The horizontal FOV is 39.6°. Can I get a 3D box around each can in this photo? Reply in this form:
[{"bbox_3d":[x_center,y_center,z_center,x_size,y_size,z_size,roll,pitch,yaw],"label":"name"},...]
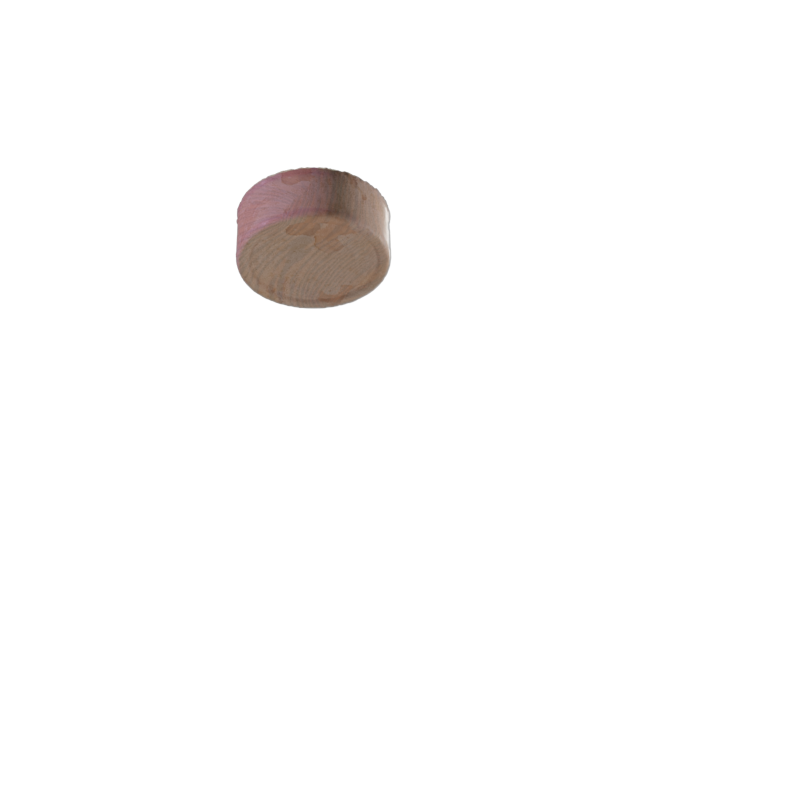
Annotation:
[{"bbox_3d":[-0.048,-0.087,0.608,0.086,0.036,0.080,1,-34,-2],"label":"can"}]
